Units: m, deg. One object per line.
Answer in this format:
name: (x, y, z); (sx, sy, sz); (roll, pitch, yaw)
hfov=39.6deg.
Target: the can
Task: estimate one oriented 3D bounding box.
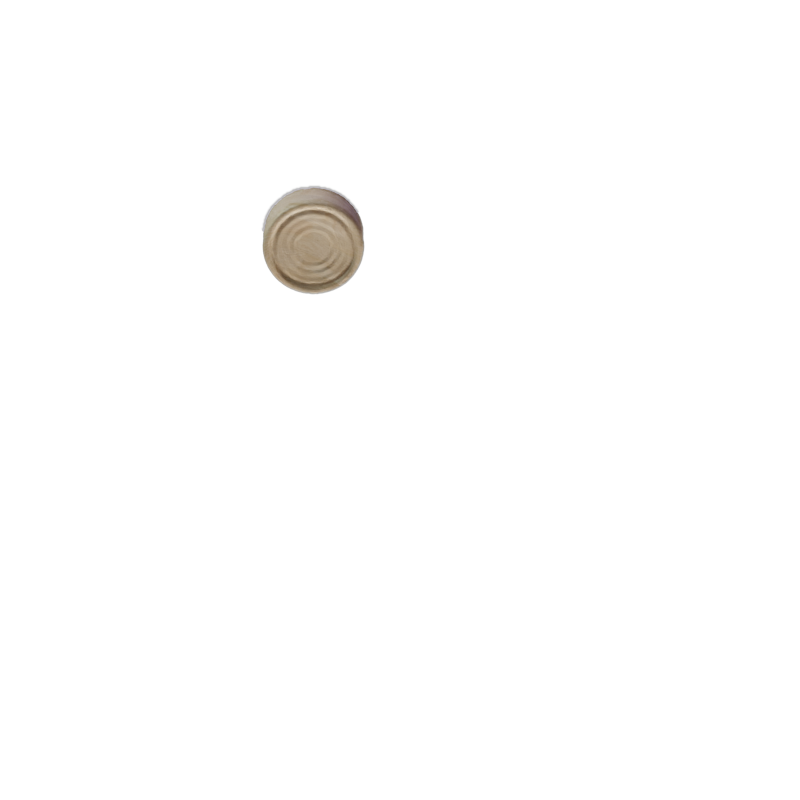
can: (-0.073, -0.133, 0.931); (0.086, 0.082, 0.035); (1, 24, -1)
